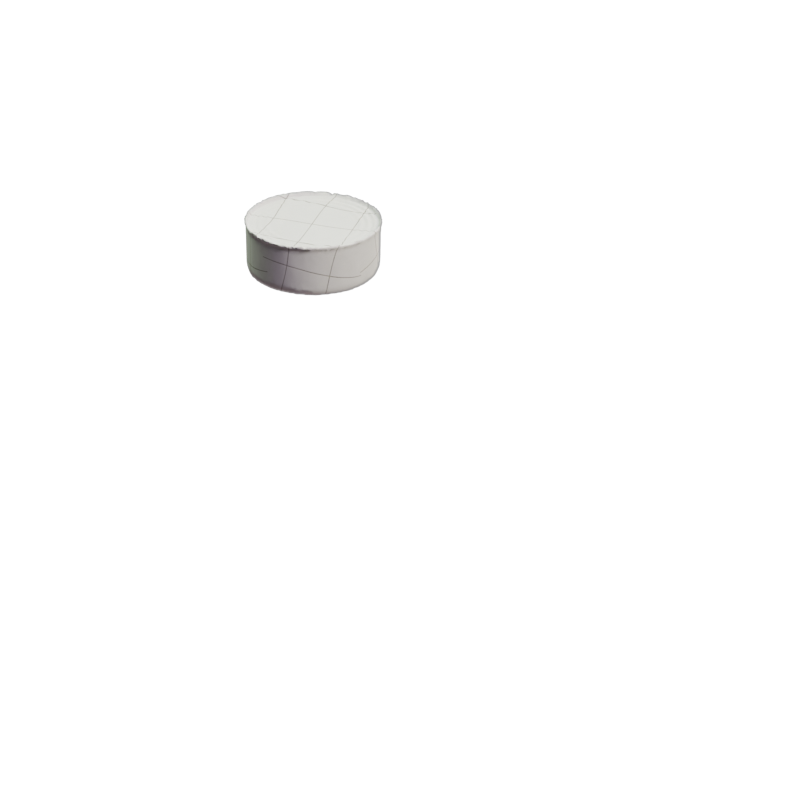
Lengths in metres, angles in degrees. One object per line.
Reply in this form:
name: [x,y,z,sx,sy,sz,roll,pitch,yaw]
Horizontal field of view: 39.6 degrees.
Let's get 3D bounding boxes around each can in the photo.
can: [-0.054,-0.099,0.695,0.086,0.032,0.091,-1,31,-2]
